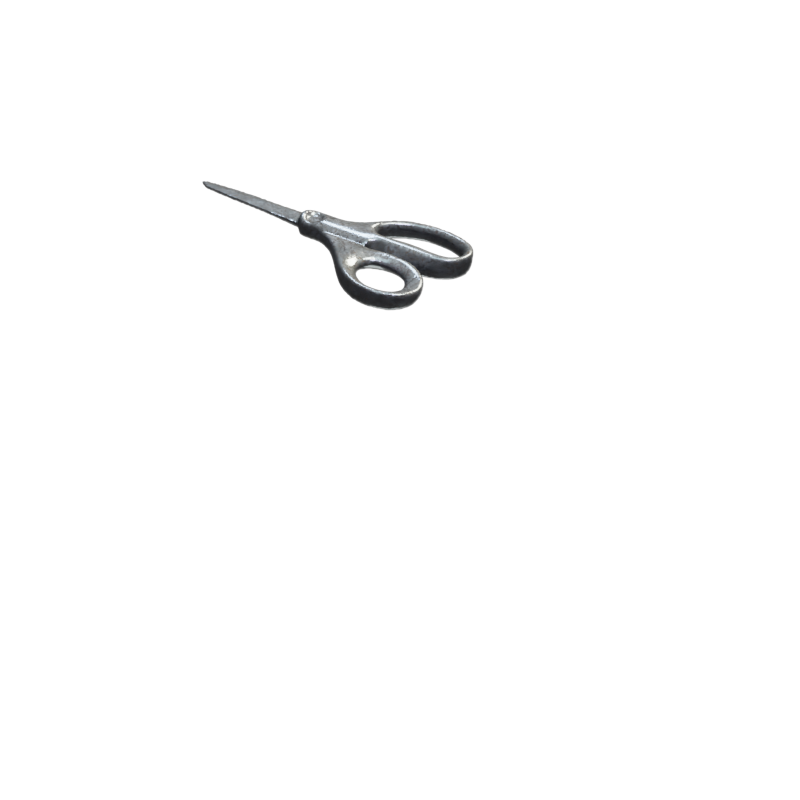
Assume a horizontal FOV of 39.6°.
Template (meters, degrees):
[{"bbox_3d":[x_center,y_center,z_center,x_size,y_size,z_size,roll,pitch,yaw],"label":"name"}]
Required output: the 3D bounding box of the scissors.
[{"bbox_3d":[-0.056,-0.102,0.713,0.208,0.015,0.100,13,39,17],"label":"scissors"}]
